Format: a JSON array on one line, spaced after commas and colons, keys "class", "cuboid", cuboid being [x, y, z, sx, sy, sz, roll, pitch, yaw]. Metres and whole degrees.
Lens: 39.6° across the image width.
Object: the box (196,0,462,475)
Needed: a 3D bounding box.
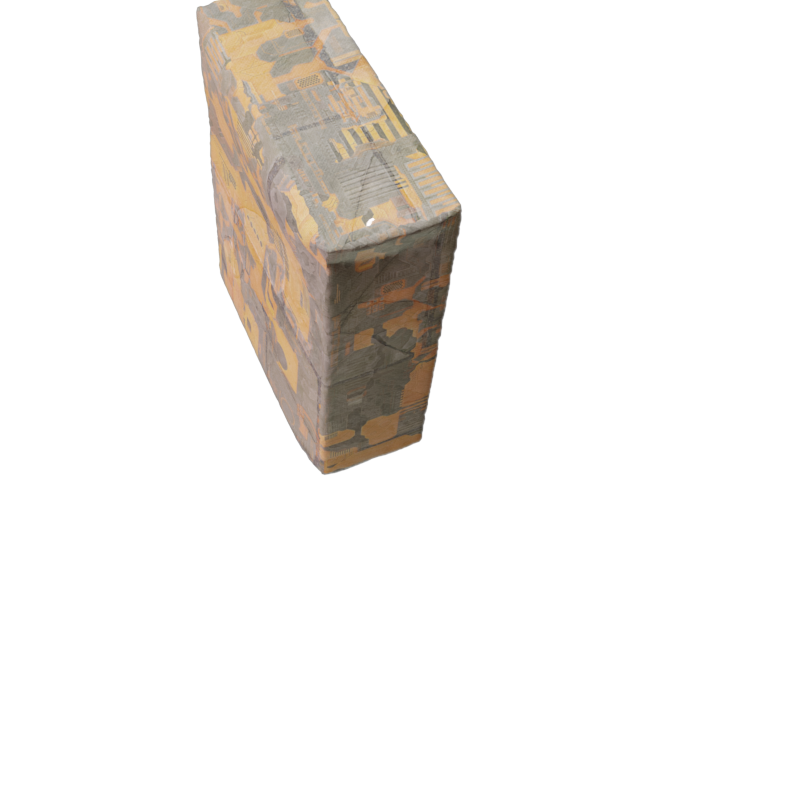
[{"class": "box", "cuboid": [-0.045, -0.083, 0.578, 0.071, 0.176, 0.200, -19, -30, -15]}]
